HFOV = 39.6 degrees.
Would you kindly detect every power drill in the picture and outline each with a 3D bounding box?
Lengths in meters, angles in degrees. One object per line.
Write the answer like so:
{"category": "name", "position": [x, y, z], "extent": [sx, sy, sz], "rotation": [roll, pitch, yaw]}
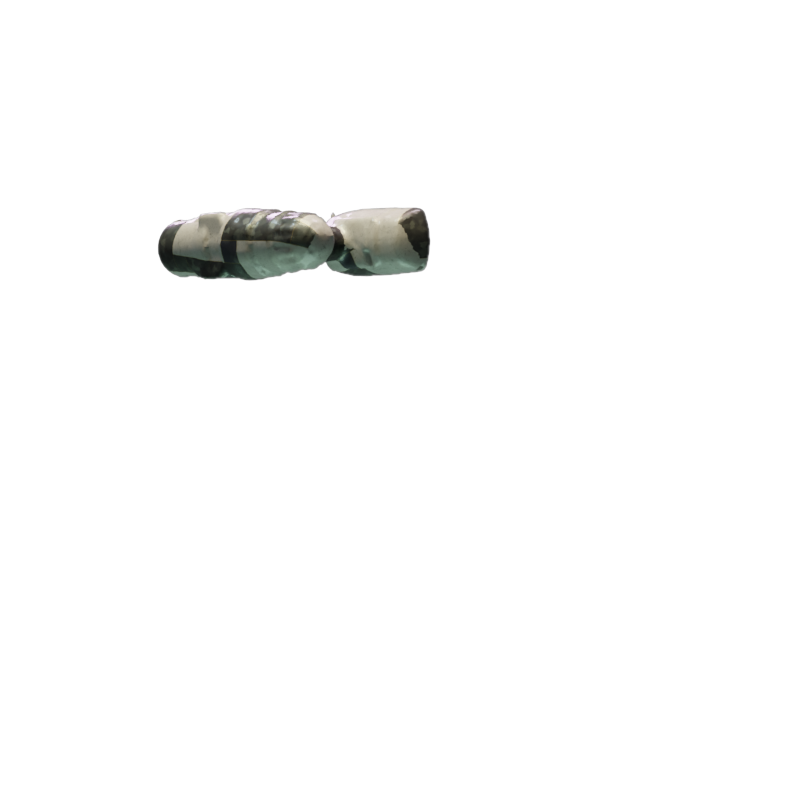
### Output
{"category": "power drill", "position": [-0.067, -0.122, 0.856], "extent": [0.181, 0.057, 0.192], "rotation": [-6, 9, -42]}
